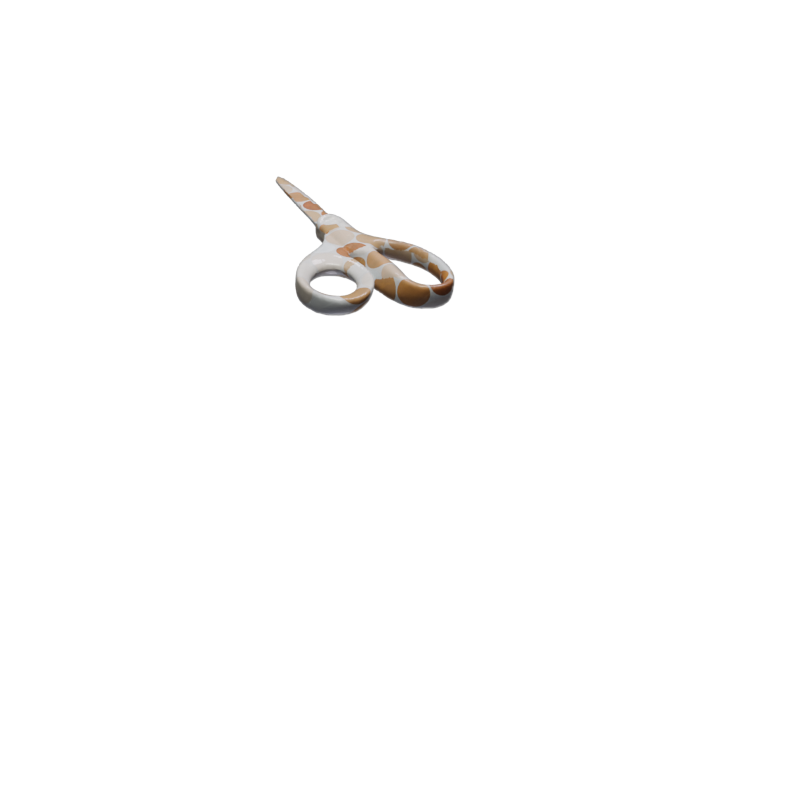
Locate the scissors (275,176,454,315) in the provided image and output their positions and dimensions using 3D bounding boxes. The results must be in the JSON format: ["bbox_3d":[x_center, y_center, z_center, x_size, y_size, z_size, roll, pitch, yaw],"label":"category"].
[{"bbox_3d":[-0.052,-0.096,0.670,0.095,0.015,0.216,-21,36,-32],"label":"scissors"}]
